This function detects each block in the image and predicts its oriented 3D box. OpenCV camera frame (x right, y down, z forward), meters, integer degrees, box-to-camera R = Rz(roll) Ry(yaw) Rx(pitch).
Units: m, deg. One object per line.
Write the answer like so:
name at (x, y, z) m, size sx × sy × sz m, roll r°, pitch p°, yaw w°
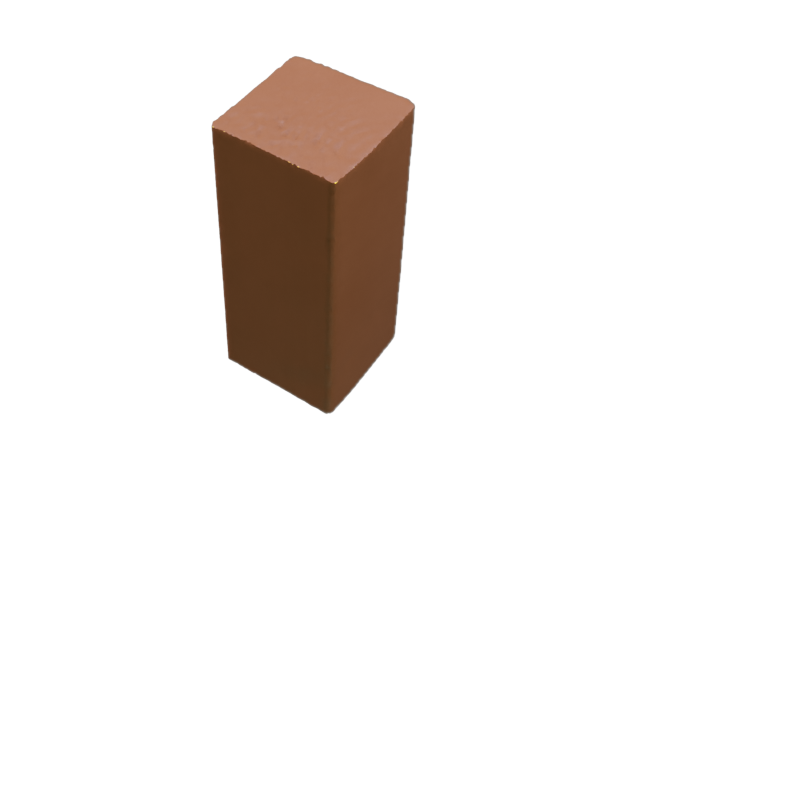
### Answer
block at (-0.055, -0.102, 0.714) m, size 0.095 × 0.192 × 0.092 m, roll 27°, pitch 52°, yaw 19°
